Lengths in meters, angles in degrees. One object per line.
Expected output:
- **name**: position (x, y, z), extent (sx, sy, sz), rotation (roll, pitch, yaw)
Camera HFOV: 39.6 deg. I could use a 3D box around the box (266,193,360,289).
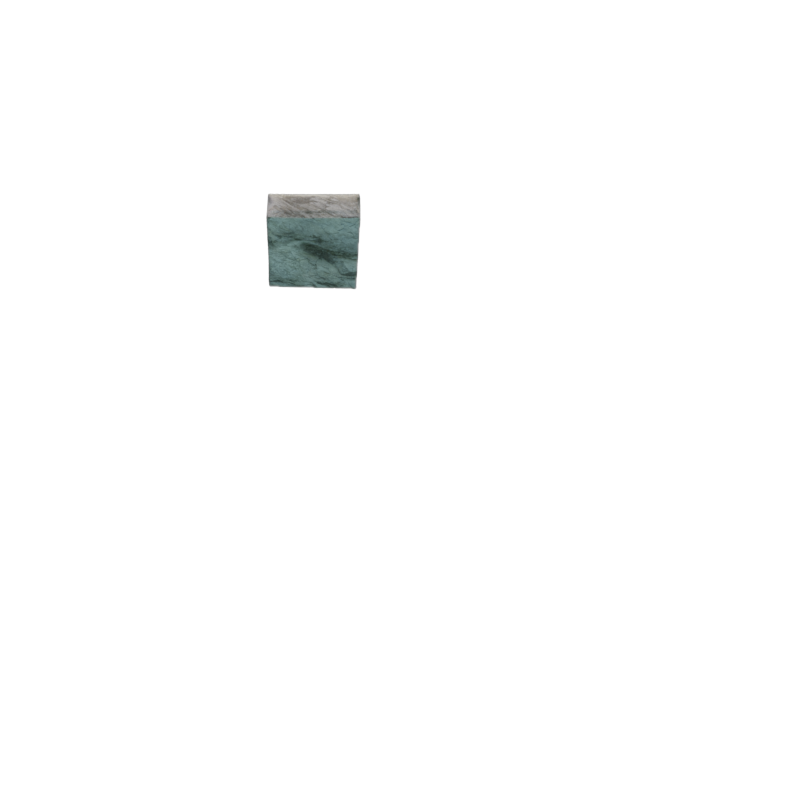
- **box**: position (-0.070, -0.128, 0.894), extent (0.073, 0.032, 0.083), rotation (1, -37, -2)
